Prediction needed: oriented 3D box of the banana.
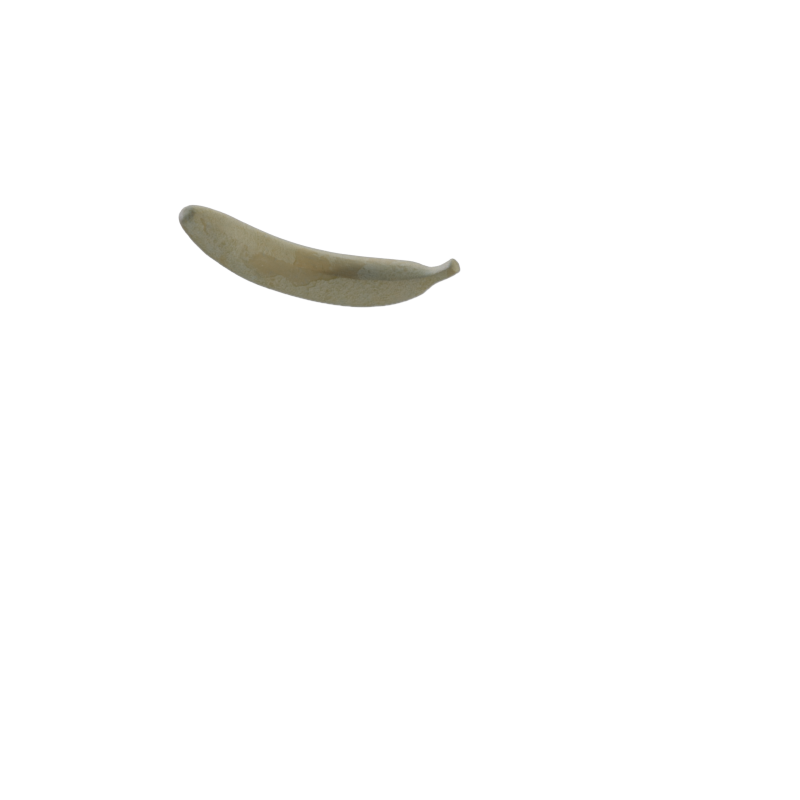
[{"bbox_3d":[-0.062,-0.099,0.784,0.194,0.039,0.066,9,-41,-11],"label":"banana"}]
